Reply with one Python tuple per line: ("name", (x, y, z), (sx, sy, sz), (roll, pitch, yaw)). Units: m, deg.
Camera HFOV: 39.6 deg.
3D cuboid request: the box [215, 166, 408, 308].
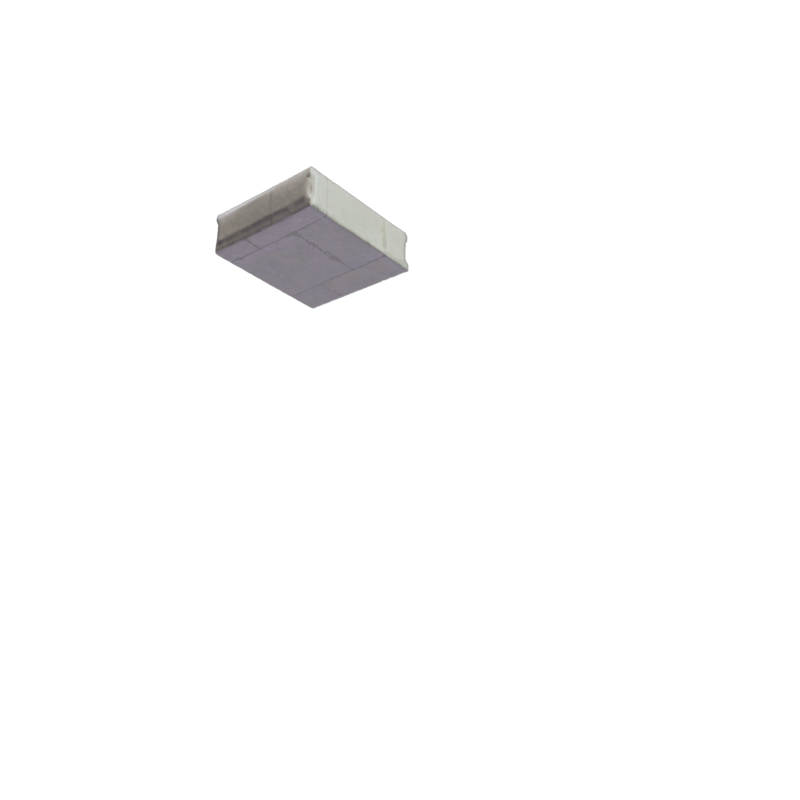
("box", (-0.050, -0.091, 0.637), (0.074, 0.032, 0.083), (-21, -33, 34))
